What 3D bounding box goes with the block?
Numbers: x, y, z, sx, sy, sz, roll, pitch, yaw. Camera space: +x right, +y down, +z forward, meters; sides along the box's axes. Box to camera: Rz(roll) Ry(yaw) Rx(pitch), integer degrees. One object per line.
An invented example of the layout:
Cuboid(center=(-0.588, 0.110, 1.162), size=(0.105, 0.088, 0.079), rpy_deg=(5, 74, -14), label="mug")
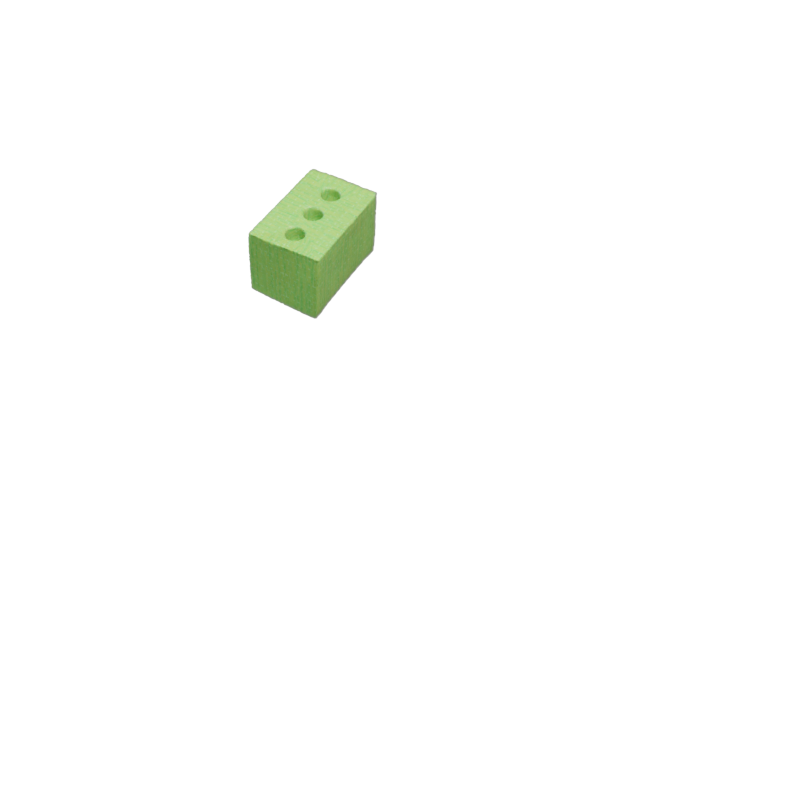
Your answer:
Cuboid(center=(-0.057, -0.103, 0.724), size=(0.055, 0.048, 0.080), rpy_deg=(22, 51, 18), label="block")
